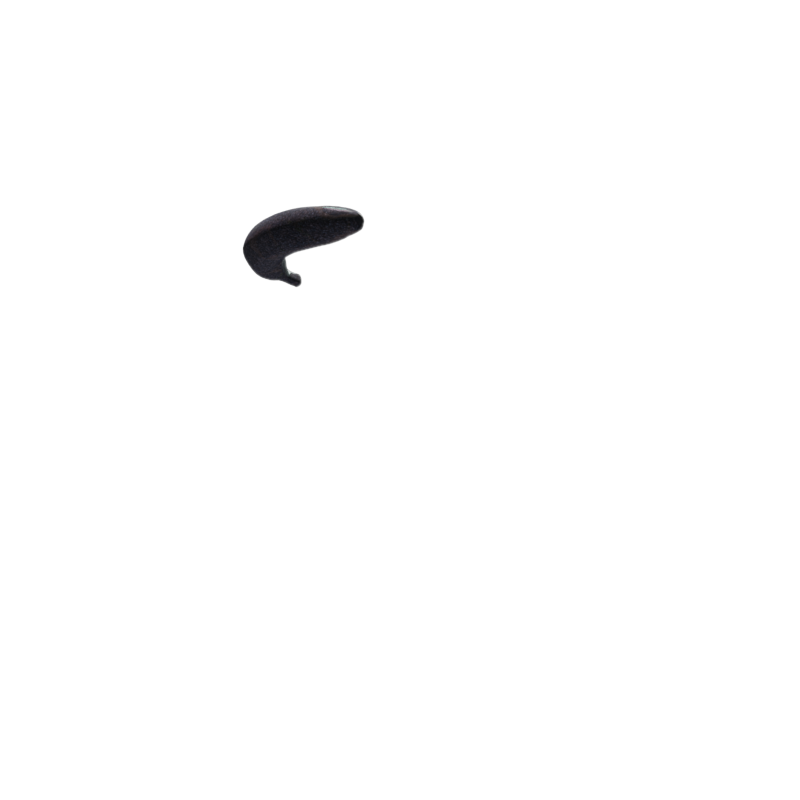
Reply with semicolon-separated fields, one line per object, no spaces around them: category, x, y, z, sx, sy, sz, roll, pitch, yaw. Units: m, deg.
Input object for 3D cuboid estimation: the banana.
banana;-0.092;-0.134;0.933;0.068;0.038;0.197;3;-7;-19
